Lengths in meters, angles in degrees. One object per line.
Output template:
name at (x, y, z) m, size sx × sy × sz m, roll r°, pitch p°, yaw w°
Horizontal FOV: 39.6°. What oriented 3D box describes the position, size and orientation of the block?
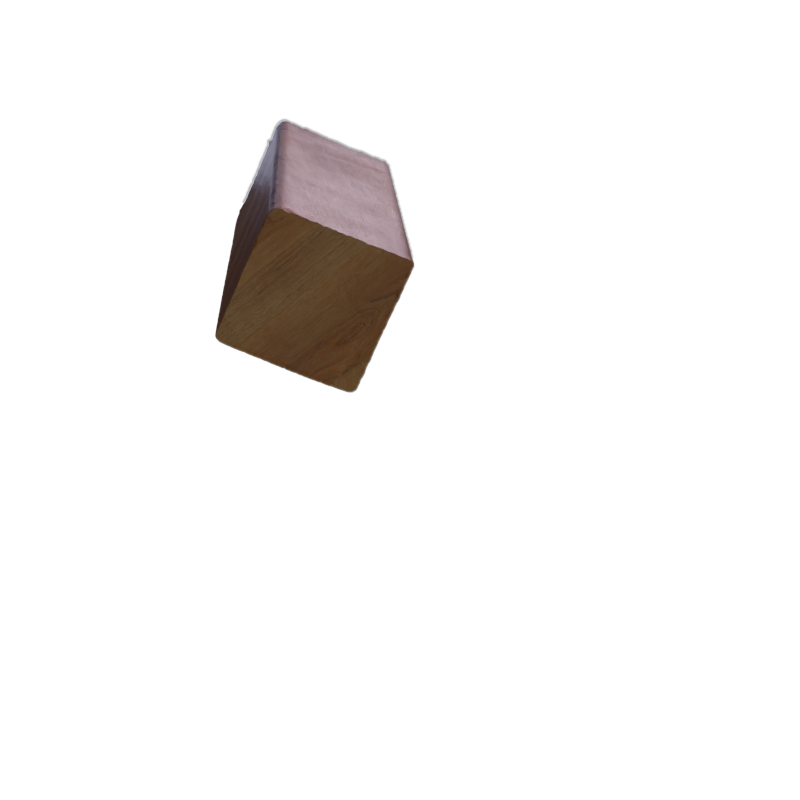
block at (-0.057, -0.103, 0.719) m, size 0.088 × 0.088 × 0.217 m, roll 21°, pitch 23°, yaw -13°
